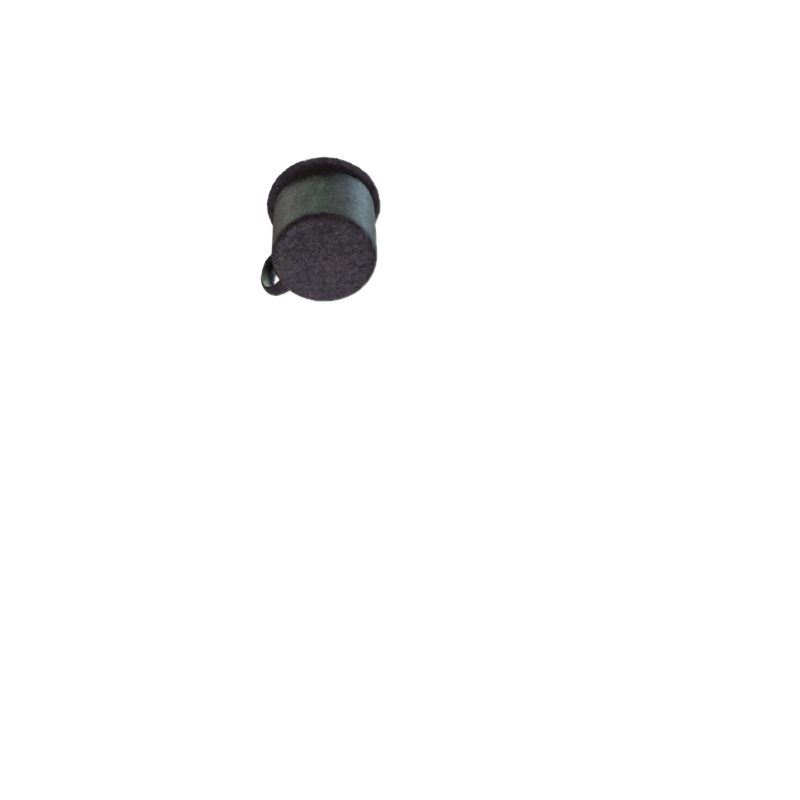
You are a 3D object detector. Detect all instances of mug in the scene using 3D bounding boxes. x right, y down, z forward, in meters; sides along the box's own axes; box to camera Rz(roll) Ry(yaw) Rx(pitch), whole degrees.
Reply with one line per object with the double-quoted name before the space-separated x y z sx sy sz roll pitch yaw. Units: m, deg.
"mug" -0.069 -0.126 0.880 0.116 0.087 0.088 -36 -59 24
